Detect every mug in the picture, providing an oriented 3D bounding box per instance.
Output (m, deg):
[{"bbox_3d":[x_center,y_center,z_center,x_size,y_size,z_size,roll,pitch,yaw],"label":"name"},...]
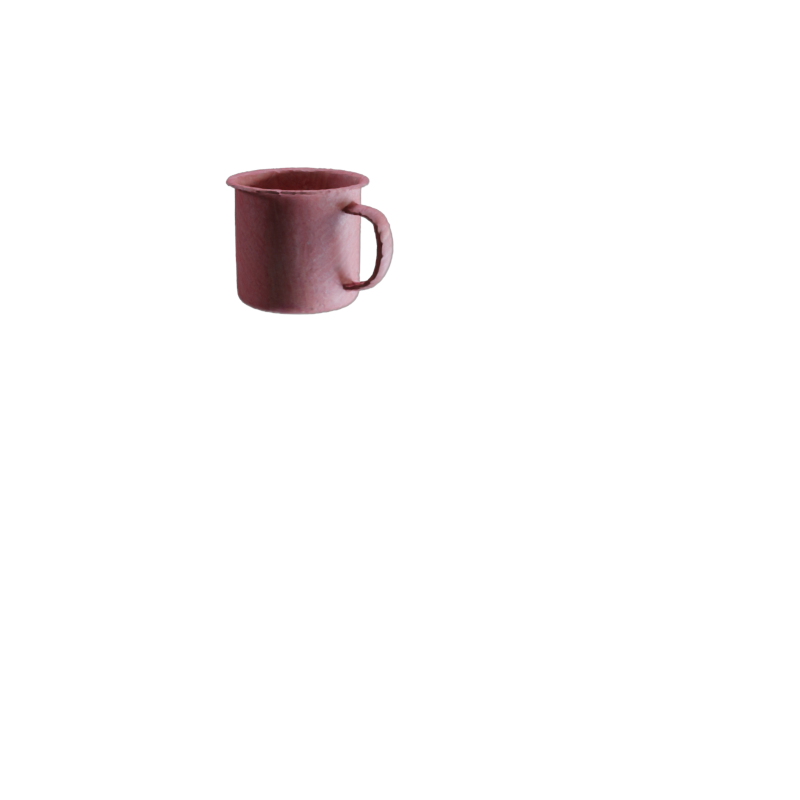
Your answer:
[{"bbox_3d":[-0.056,-0.103,0.719,0.122,0.079,0.093,11,20,29],"label":"mug"}]
